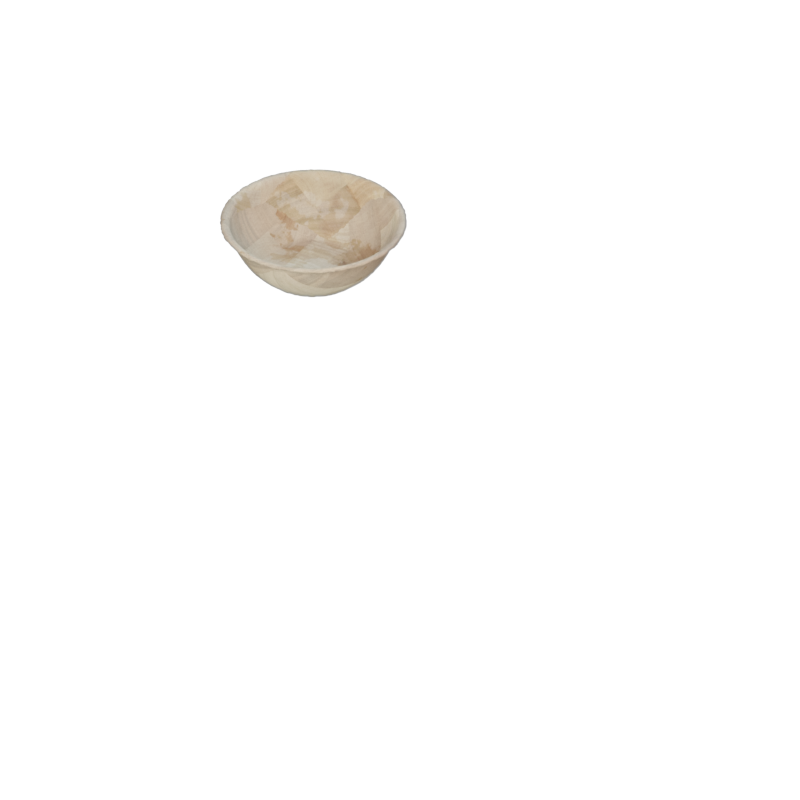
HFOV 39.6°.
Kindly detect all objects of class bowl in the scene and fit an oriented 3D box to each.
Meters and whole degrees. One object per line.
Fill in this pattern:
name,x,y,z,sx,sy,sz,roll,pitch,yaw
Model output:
bowl,-0.076,-0.139,0.975,0.162,0.051,0.174,-1,39,-2
